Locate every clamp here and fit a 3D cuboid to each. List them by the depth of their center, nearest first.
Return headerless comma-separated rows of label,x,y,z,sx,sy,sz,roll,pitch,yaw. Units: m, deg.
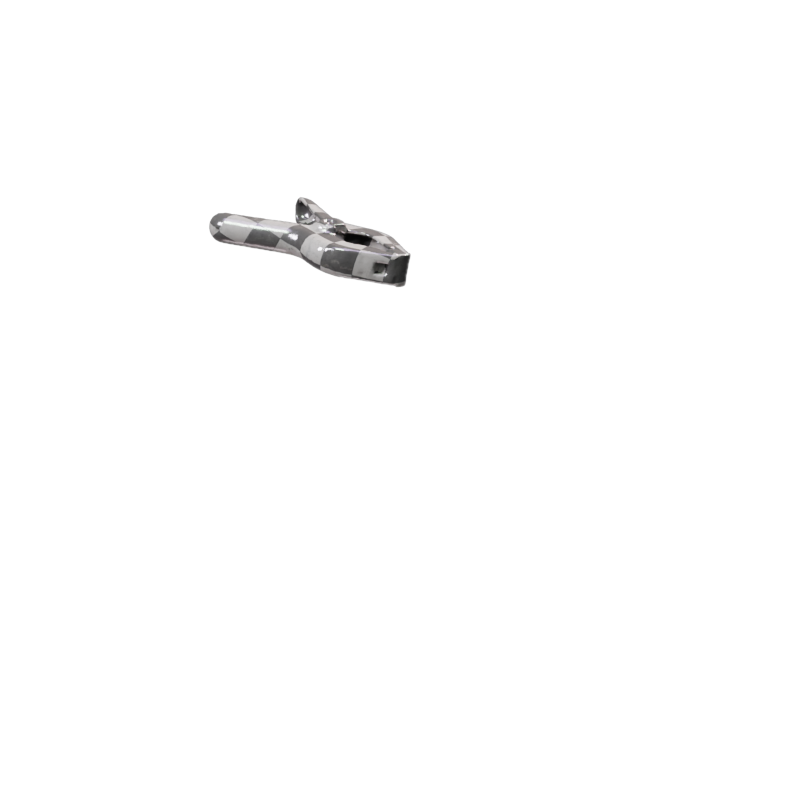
clamp,-0.071,-0.130,0.910,0.118,0.037,0.183,-21,33,-36
